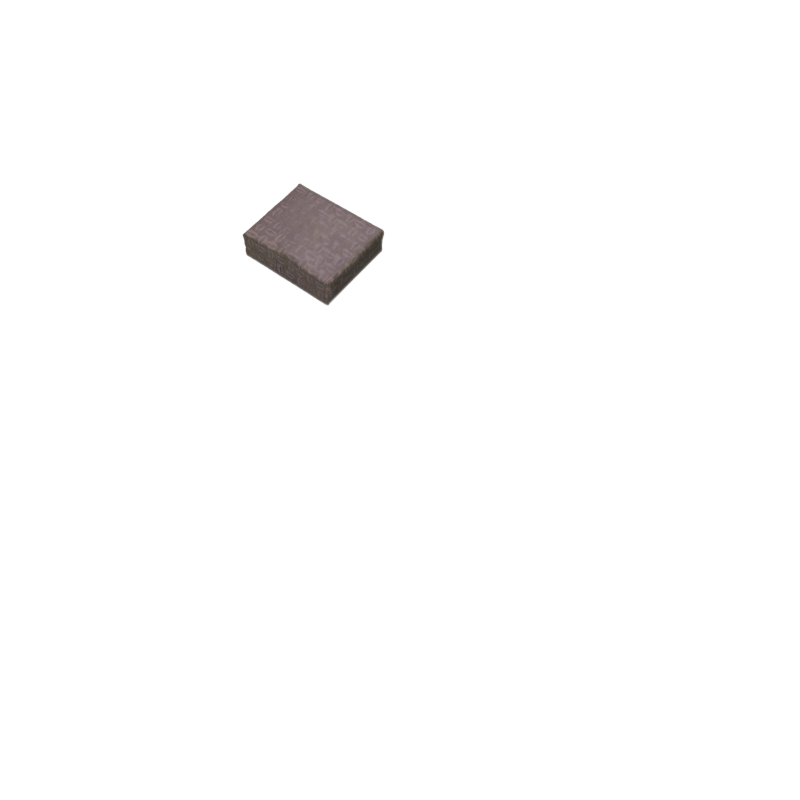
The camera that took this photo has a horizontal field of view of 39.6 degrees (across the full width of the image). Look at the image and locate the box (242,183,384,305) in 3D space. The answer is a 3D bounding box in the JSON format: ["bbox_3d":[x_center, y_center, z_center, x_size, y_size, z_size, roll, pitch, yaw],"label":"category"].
[{"bbox_3d":[-0.070,-0.127,0.892,0.094,0.074,0.028,32,-32,22],"label":"box"}]
